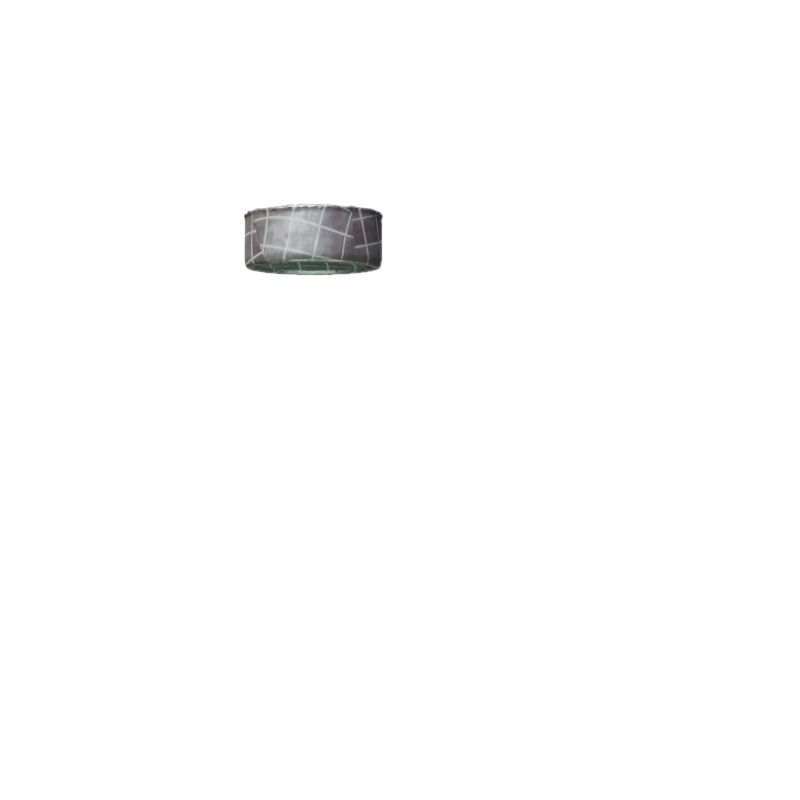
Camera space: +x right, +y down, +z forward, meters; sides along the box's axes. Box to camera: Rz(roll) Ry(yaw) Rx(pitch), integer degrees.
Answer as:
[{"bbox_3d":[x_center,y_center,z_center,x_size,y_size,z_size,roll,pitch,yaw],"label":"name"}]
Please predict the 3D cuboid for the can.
[{"bbox_3d":[-0.053,-0.097,0.680,0.086,0.034,0.085,0,0,-2],"label":"can"}]
